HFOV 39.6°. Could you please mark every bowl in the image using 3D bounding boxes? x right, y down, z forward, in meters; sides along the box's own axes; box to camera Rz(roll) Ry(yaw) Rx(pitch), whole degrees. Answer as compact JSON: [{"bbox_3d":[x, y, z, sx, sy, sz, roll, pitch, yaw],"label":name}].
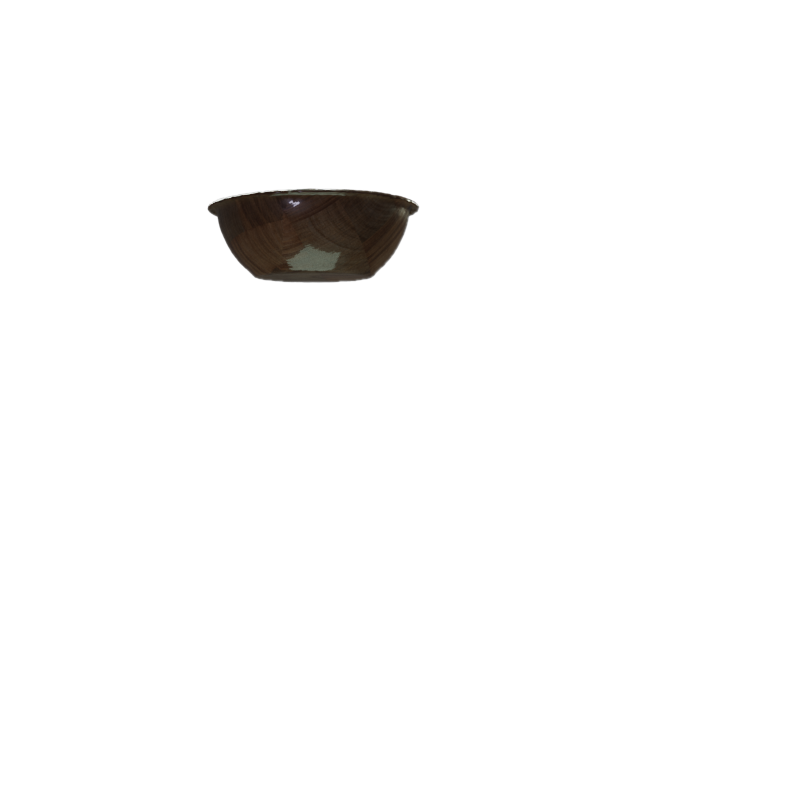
[{"bbox_3d":[-0.066,-0.121,0.845,0.162,0.056,0.161,0,0,-2],"label":"bowl"}]
